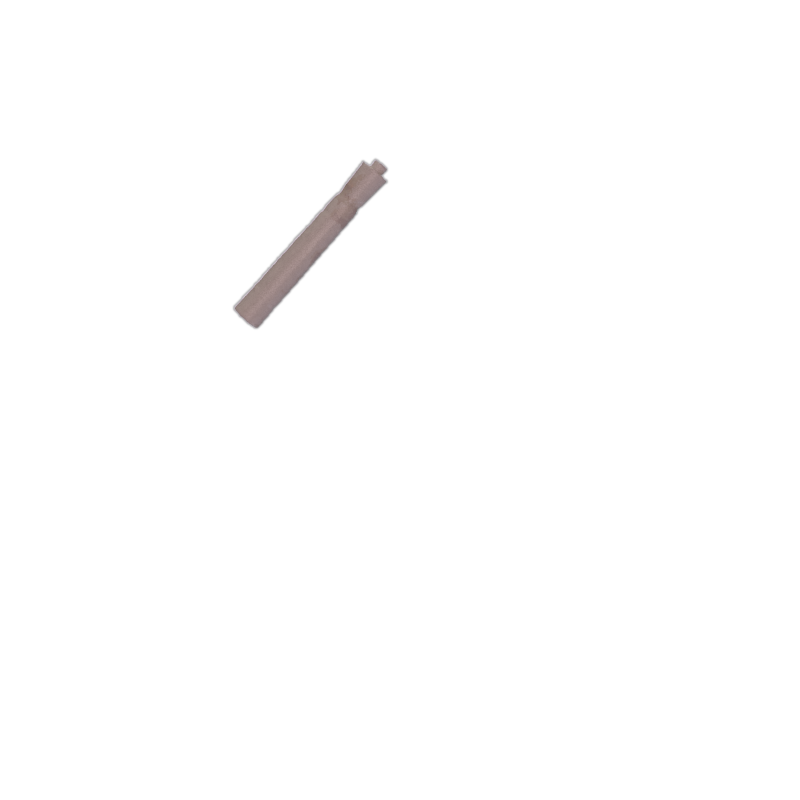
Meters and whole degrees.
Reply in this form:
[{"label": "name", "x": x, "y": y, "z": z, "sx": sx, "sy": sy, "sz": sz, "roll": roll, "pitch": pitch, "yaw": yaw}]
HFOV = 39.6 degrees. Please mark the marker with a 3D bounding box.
[{"label": "marker", "x": -0.051, "y": -0.093, "z": 0.650, "sx": 0.020, "sy": 0.121, "sz": 0.020, "roll": 41, "pitch": 2, "yaw": -6}]
